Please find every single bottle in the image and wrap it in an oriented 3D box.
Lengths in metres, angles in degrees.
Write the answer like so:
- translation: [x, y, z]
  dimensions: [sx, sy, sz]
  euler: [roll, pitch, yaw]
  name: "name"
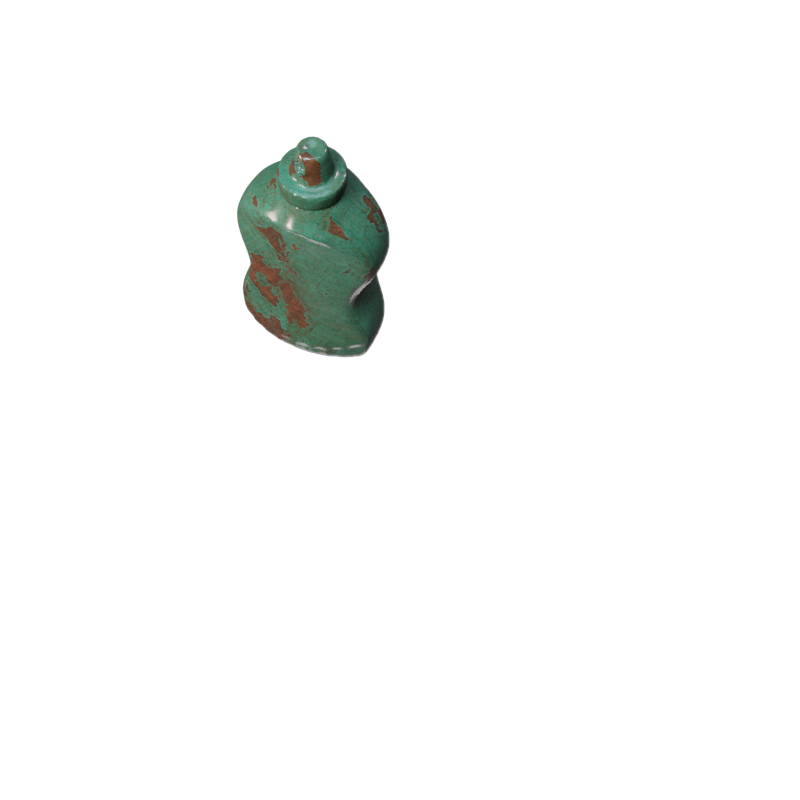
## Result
- translation: [-0.055, -0.099, 0.698]
  dimensions: [0.099, 0.060, 0.180]
  euler: [25, -27, 10]
  name: "bottle"
